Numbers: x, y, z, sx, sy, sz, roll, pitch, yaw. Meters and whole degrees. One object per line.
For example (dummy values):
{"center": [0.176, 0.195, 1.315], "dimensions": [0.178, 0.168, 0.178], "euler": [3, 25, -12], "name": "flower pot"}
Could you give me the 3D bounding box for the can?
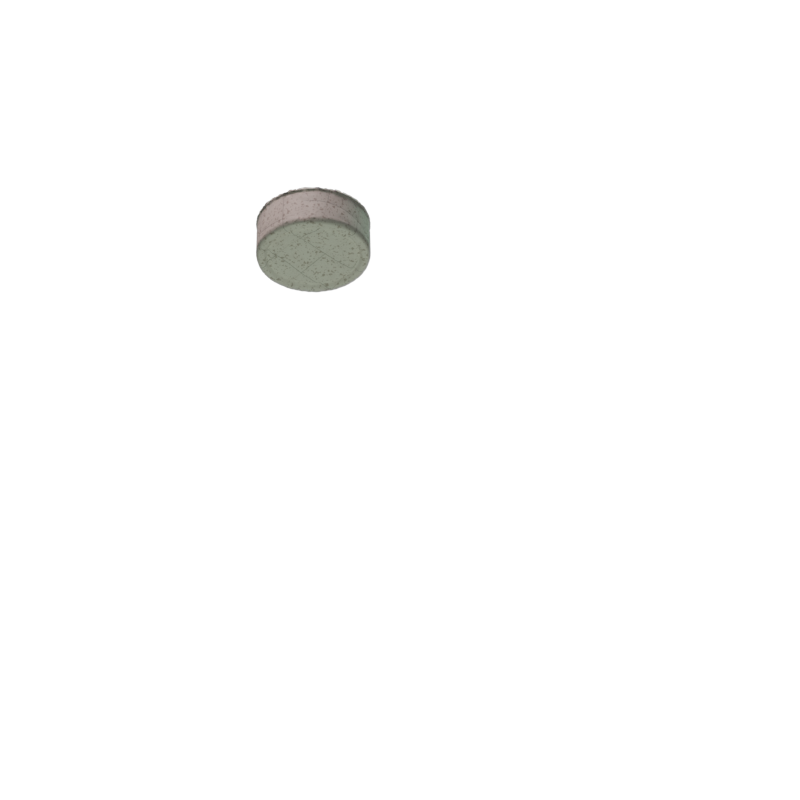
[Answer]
{"center": [-0.064, -0.117, 0.822], "dimensions": [0.086, 0.036, 0.080], "euler": [1, -34, -2], "name": "can"}
